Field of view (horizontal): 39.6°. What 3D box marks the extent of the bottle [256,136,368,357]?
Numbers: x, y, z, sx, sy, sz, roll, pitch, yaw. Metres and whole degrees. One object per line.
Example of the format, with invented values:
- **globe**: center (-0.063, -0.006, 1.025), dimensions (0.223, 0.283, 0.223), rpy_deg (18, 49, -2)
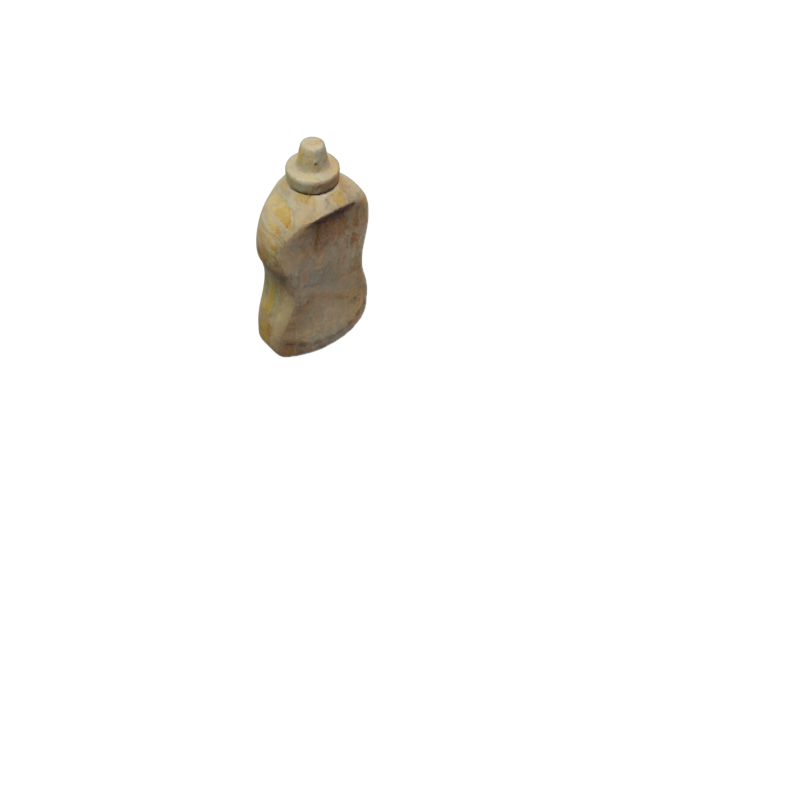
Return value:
- **bottle**: center (-0.069, -0.125, 0.874), dimensions (0.096, 0.179, 0.063), rpy_deg (-28, 54, -27)
